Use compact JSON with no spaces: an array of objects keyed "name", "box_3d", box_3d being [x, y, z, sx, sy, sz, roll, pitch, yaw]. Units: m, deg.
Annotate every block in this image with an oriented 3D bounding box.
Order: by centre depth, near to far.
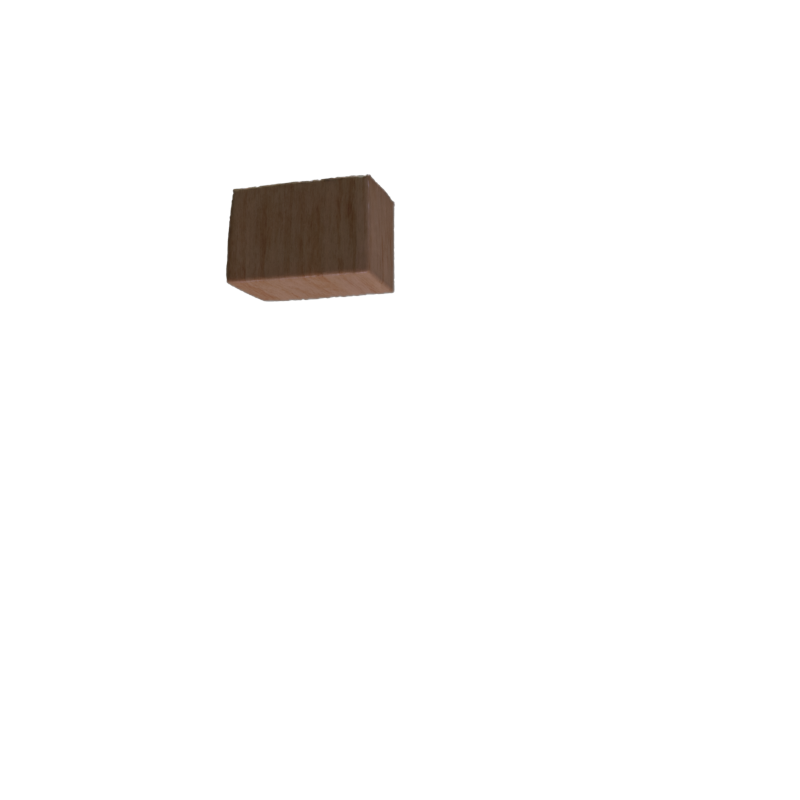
[{"name":"block","box_3d":[-0.046,-0.084,0.585,0.079,0.053,0.050,-3,-12,17]}]
